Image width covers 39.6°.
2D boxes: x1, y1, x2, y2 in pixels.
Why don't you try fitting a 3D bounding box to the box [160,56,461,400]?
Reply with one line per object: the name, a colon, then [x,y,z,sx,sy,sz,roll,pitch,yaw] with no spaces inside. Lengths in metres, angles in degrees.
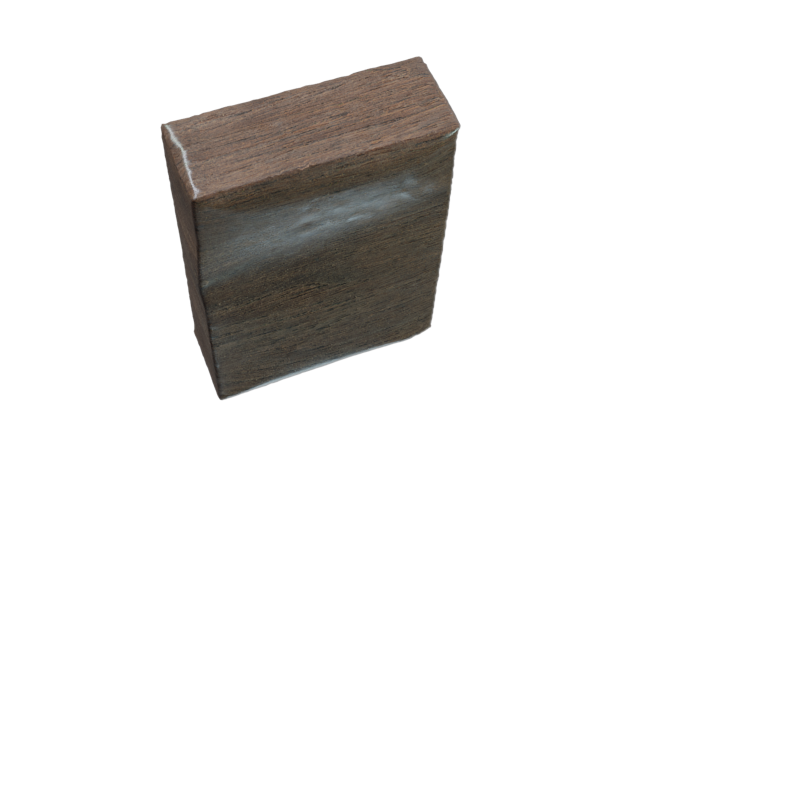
box: [-0.055,-0.101,0.709,0.163,0.077,0.200,-18,-29,-14]
